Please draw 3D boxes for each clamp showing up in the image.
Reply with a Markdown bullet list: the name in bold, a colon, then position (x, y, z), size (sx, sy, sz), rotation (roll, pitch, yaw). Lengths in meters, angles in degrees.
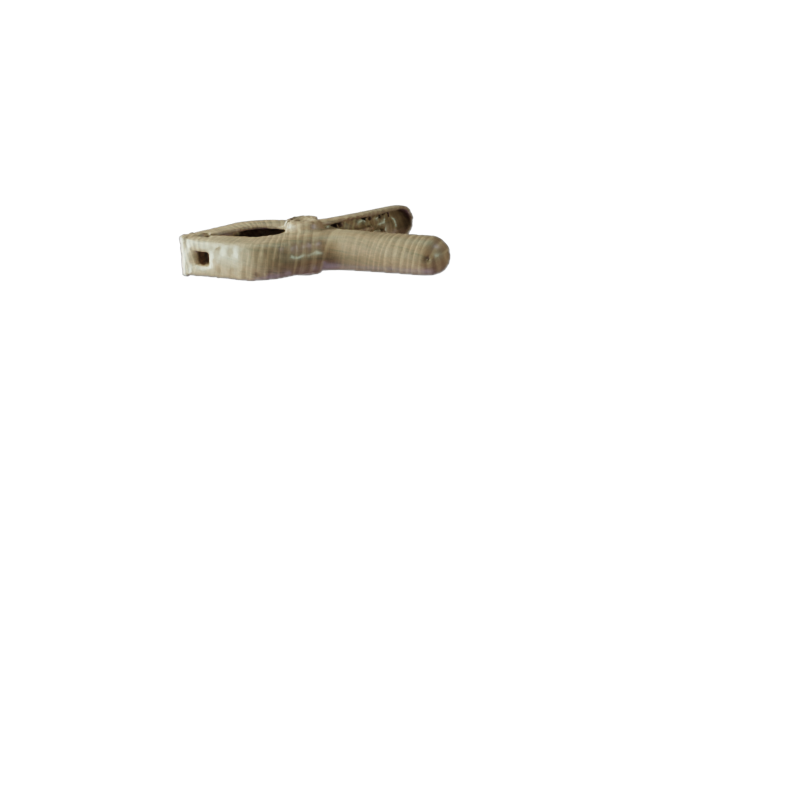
- **clamp**: position (-0.058, -0.105, 0.737), size (0.171, 0.038, 0.123), rotation (0, 15, 0)
